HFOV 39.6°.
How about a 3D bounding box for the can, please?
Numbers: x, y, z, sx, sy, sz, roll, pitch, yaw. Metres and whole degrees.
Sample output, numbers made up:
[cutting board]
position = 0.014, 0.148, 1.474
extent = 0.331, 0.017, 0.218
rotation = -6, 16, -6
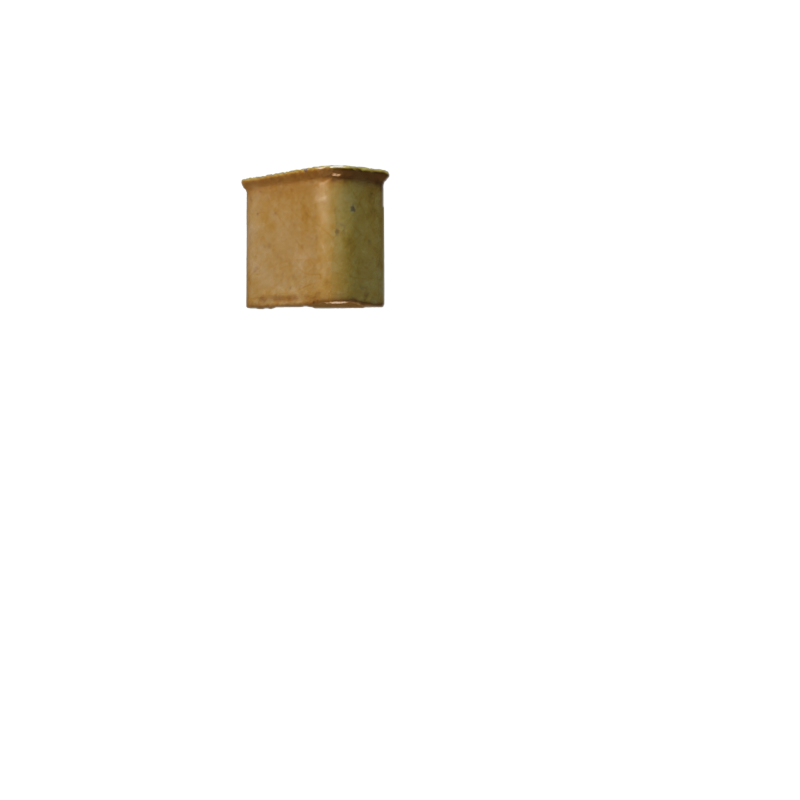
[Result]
[can]
position = -0.055, -0.100, 0.700
extent = 0.055, 0.084, 0.106
rotation = 2, -1, -43
